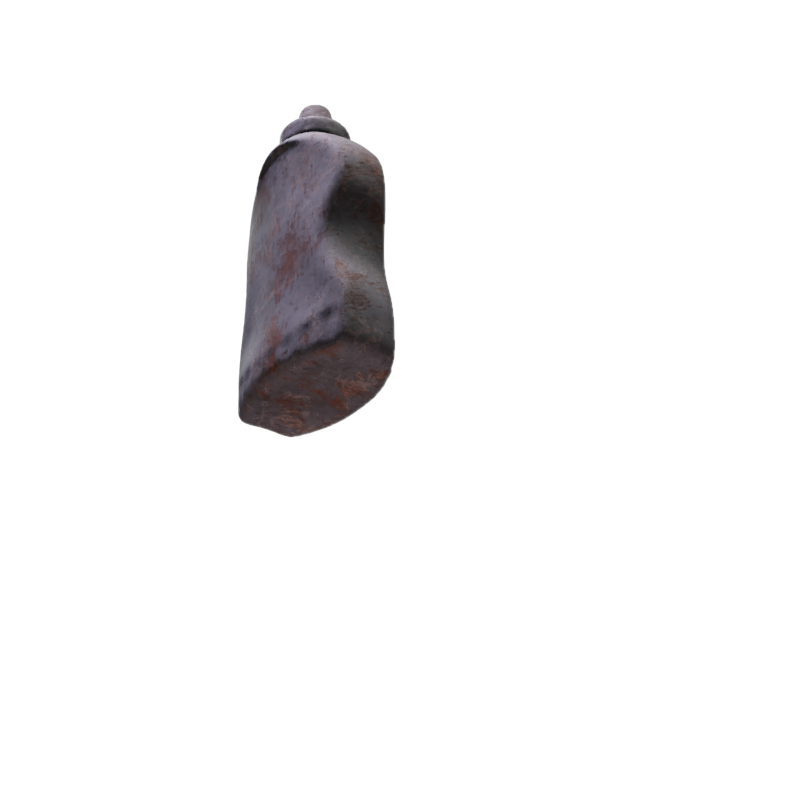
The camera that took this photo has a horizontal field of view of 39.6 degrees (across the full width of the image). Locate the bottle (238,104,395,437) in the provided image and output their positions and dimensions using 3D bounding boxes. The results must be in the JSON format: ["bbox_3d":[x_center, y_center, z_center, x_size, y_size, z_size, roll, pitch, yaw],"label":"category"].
[{"bbox_3d":[-0.046,-0.084,0.591,0.055,0.205,0.094,20,-41,-29],"label":"bottle"}]
